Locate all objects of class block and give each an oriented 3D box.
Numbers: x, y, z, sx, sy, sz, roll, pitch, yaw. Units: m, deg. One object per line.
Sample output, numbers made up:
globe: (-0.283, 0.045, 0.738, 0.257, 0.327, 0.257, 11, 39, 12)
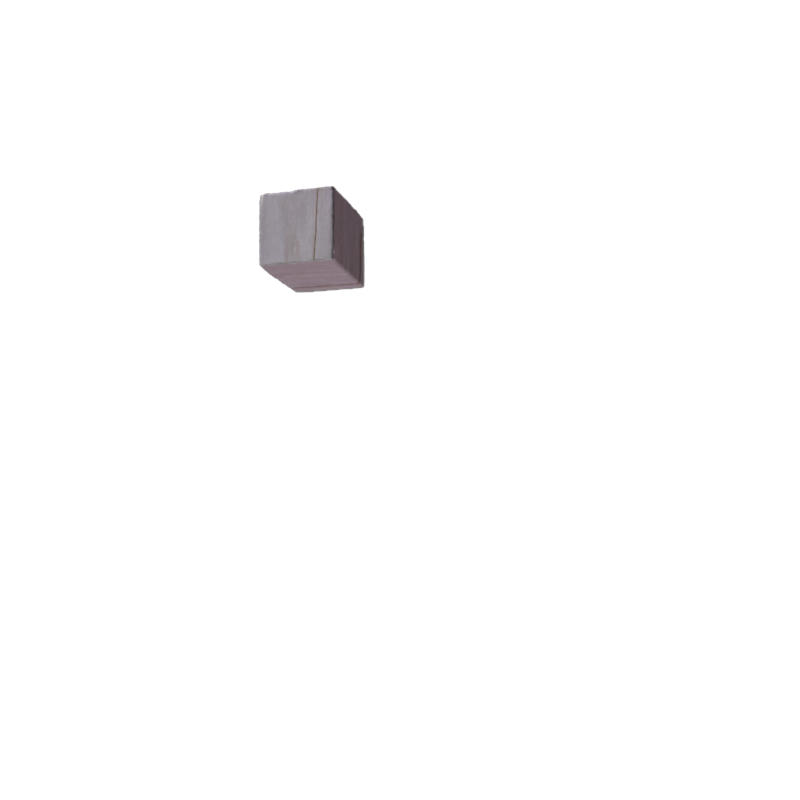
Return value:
block: (-0.059, -0.108, 0.754, 0.054, 0.053, 0.074, -4, -12, 14)
